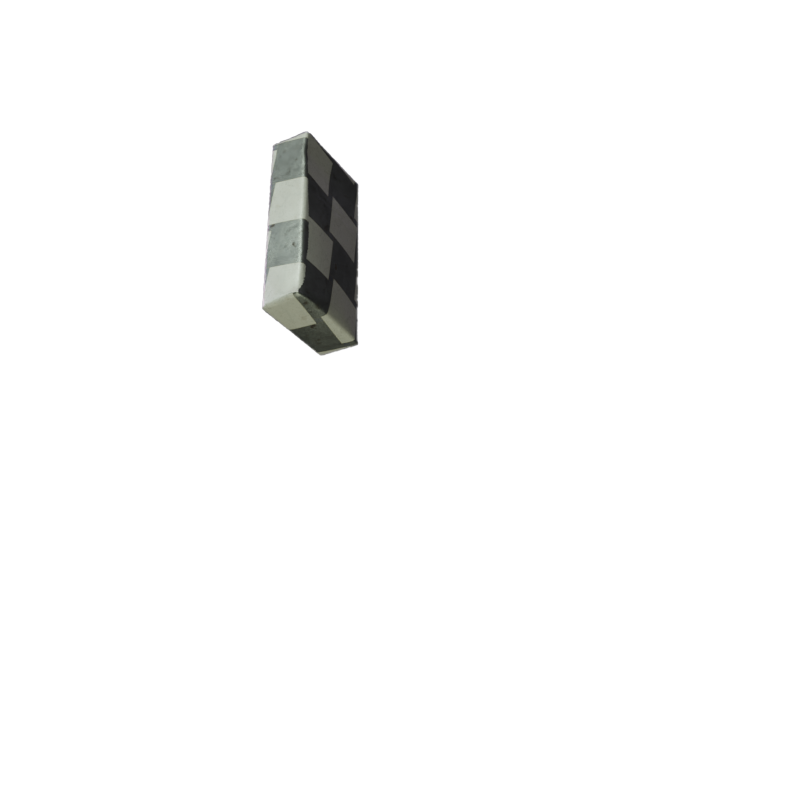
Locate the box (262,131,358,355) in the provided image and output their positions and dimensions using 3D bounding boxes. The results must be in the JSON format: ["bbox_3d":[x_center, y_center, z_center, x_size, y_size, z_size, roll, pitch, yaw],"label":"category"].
[{"bbox_3d":[-0.076,-0.138,0.971,0.048,0.189,0.086,-21,-38,24],"label":"box"}]
